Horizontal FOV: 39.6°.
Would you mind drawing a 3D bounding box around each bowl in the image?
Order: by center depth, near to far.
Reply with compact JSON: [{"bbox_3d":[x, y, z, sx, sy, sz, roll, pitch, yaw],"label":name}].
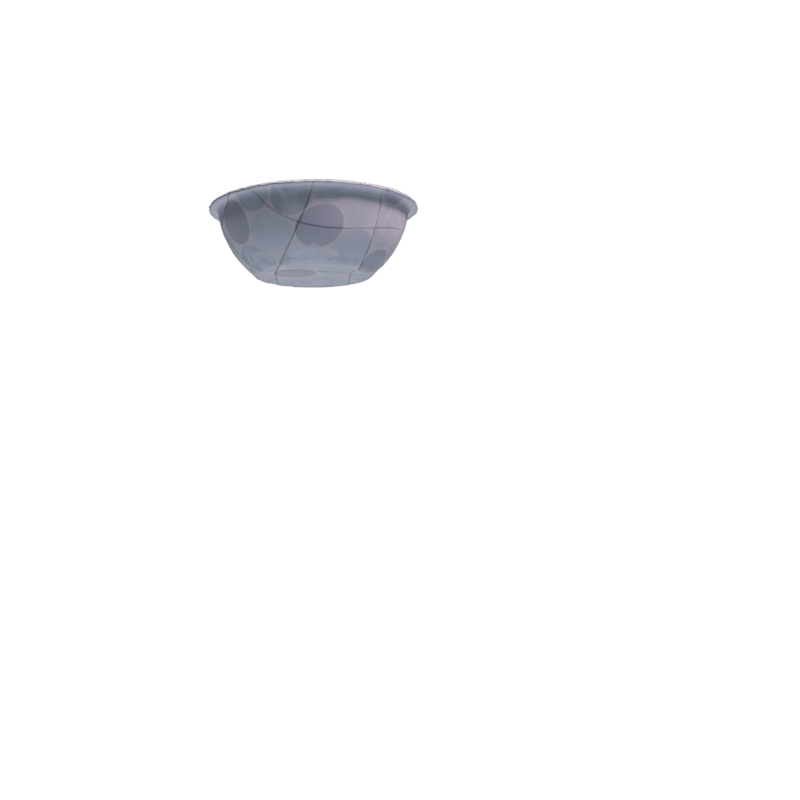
[{"bbox_3d":[-0.067,-0.122,0.856,0.162,0.056,0.158,0,-7,-2],"label":"bowl"}]
